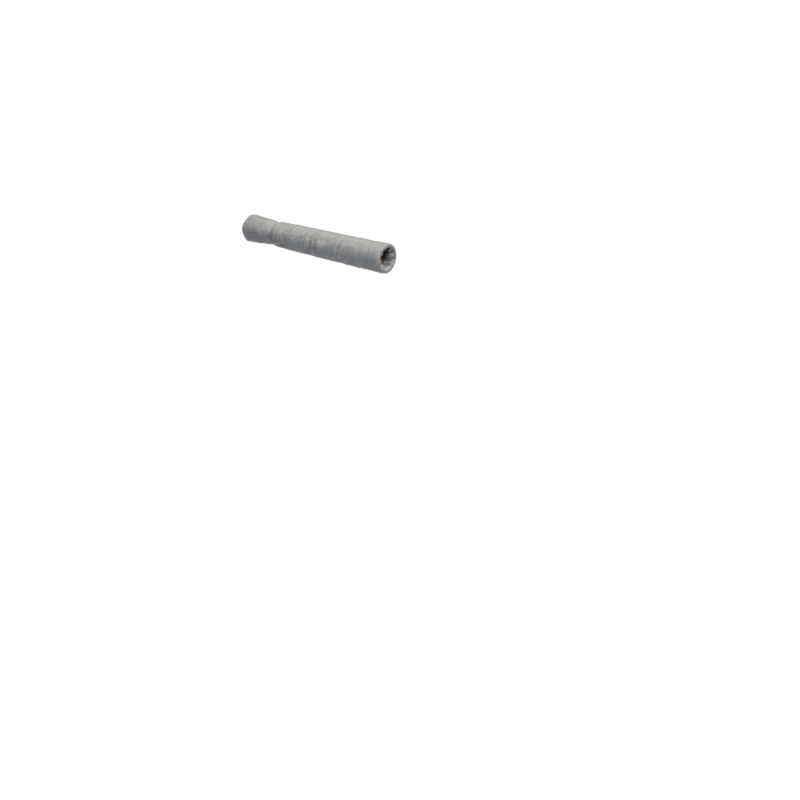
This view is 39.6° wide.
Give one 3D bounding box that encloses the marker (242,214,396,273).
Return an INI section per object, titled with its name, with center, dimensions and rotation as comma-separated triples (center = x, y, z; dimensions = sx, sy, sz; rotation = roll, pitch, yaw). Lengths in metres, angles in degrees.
[marker]
center = -0.056, -0.102, 0.712
dimensions = 0.128, 0.019, 0.019
rotation = 18, 14, 37
